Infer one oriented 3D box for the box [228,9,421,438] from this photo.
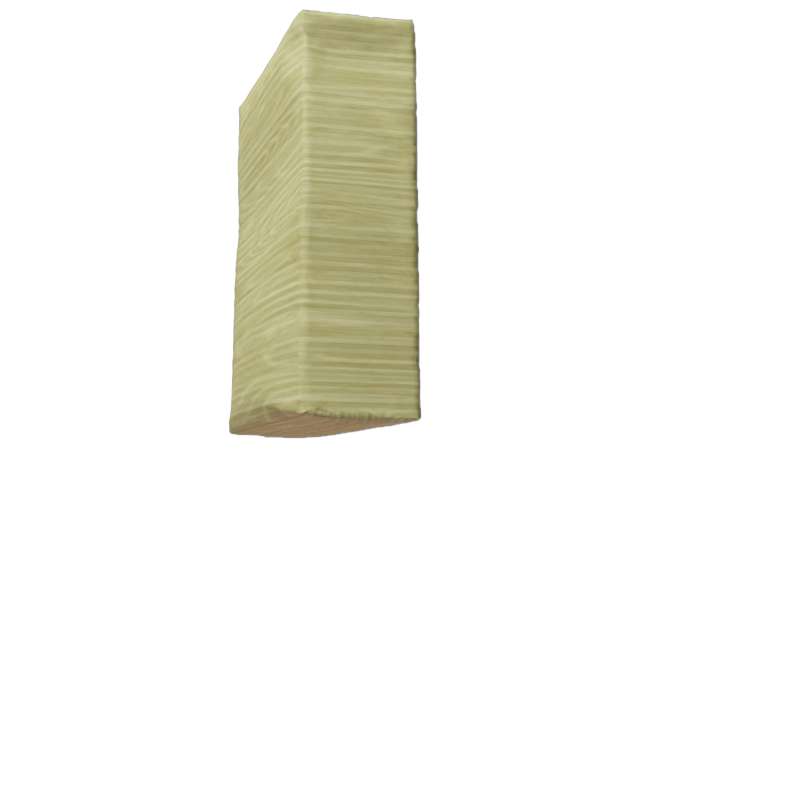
[{"bbox_3d":[-0.049,-0.090,0.630,0.070,0.220,0.164,3,-10,-19],"label":"box"}]
